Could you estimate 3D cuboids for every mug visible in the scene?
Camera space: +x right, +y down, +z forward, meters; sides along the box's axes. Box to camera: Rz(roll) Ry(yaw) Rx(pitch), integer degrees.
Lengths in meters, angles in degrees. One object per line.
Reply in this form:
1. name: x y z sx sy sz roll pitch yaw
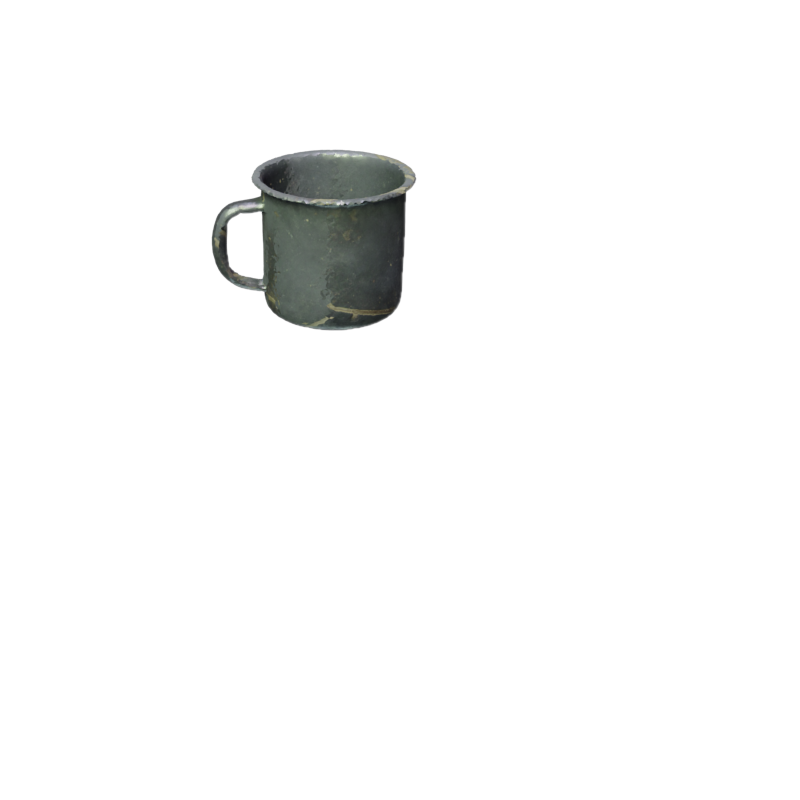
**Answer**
1. mug: -0.050 -0.091 0.640 0.115 0.077 0.100 -7 28 -14
